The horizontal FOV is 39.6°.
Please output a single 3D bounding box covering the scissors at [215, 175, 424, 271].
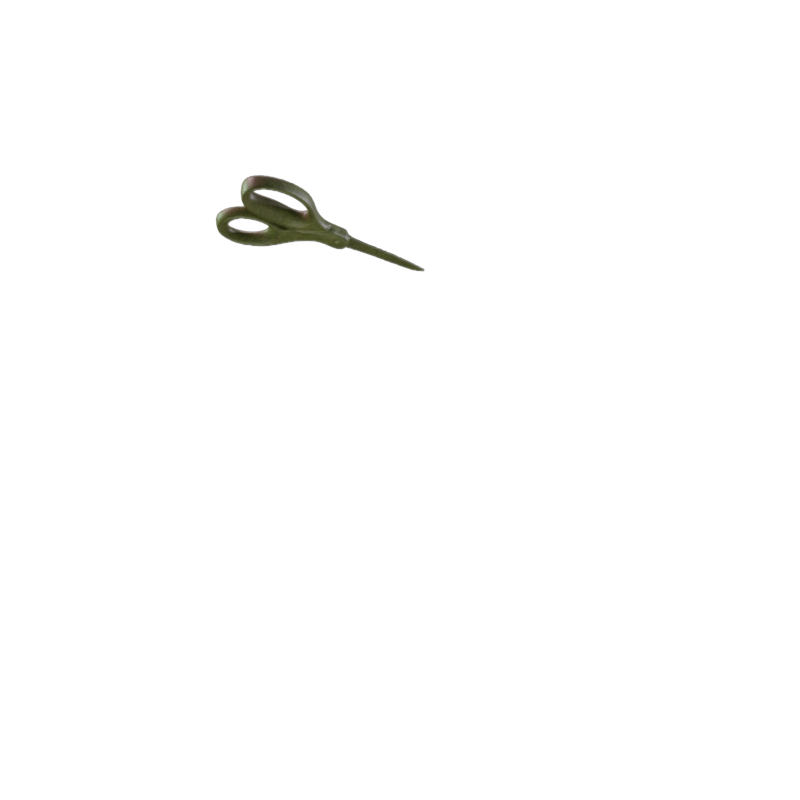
[{"bbox_3d":[-0.074,-0.135,0.949,0.097,0.017,0.188,-19,-31,33],"label":"scissors"}]
